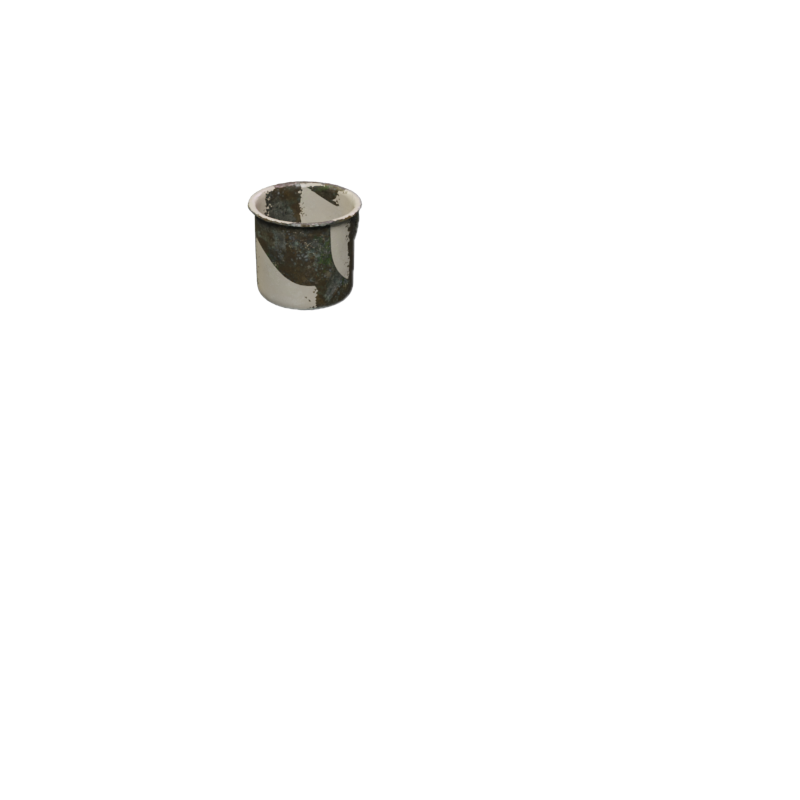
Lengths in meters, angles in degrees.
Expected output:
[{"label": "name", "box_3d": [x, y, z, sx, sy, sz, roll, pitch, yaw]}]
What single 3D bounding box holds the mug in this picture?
[{"label": "mug", "box_3d": [-0.073, -0.132, 0.928, 0.098, 0.077, 0.118, 18, 34, 27]}]
